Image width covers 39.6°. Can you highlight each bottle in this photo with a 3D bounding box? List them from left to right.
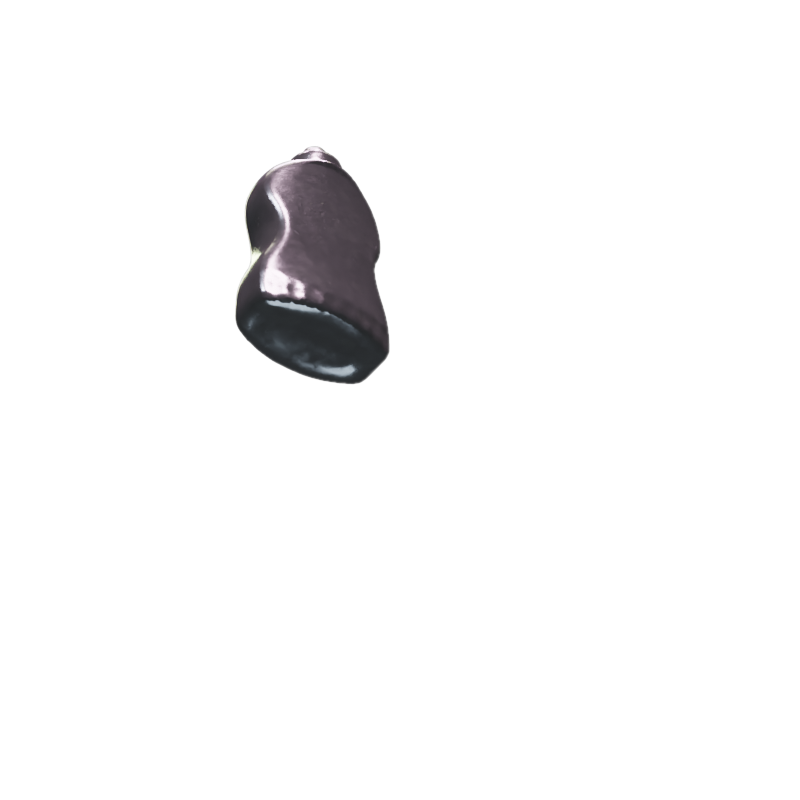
[{"bbox_3d":[-0.057,-0.104,0.728,0.092,0.206,0.057,23,-51,-24],"label":"bottle"}]
